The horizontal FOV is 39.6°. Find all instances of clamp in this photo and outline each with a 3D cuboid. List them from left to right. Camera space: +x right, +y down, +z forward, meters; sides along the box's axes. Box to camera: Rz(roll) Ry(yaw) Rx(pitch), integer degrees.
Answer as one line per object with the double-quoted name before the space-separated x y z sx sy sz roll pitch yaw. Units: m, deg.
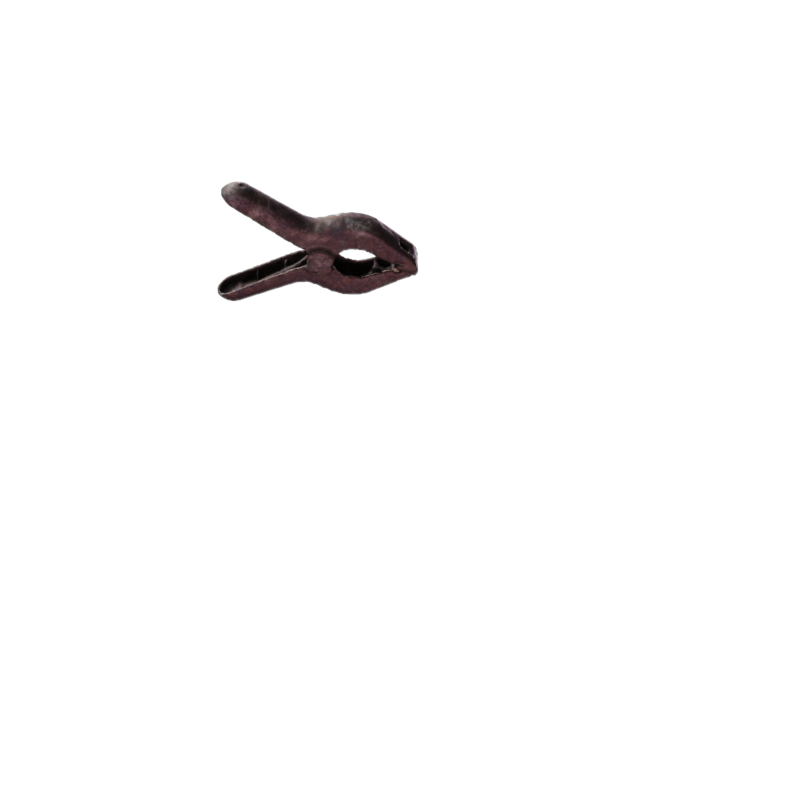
"clamp" -0.071 -0.130 0.909 0.172 0.042 0.111 -2 -39 2
